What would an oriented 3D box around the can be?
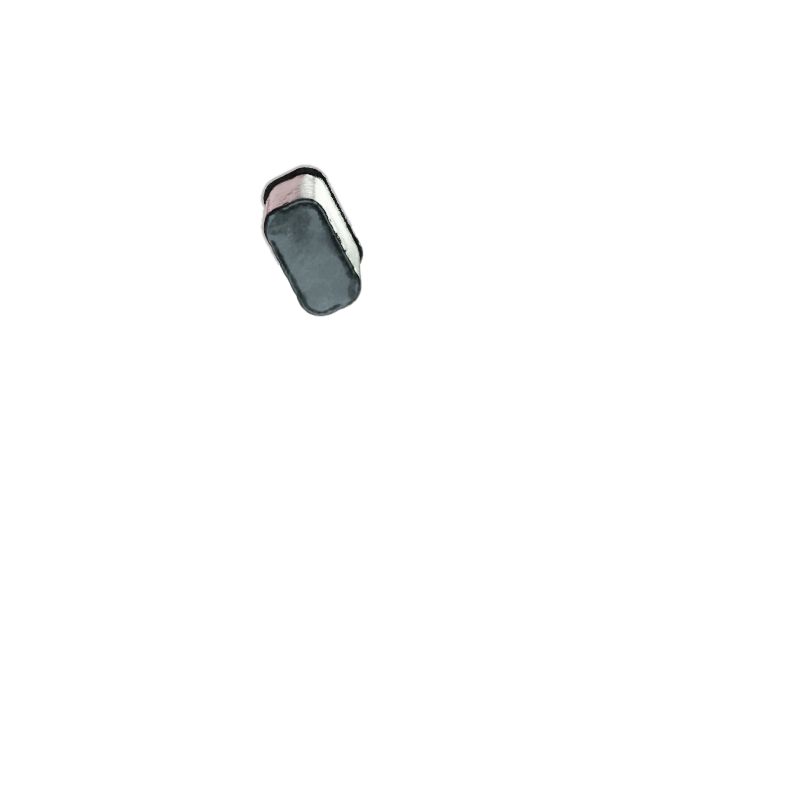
[{"bbox_3d":[-0.070,-0.127,0.888,0.057,0.097,0.088,-25,21,8],"label":"can"}]
